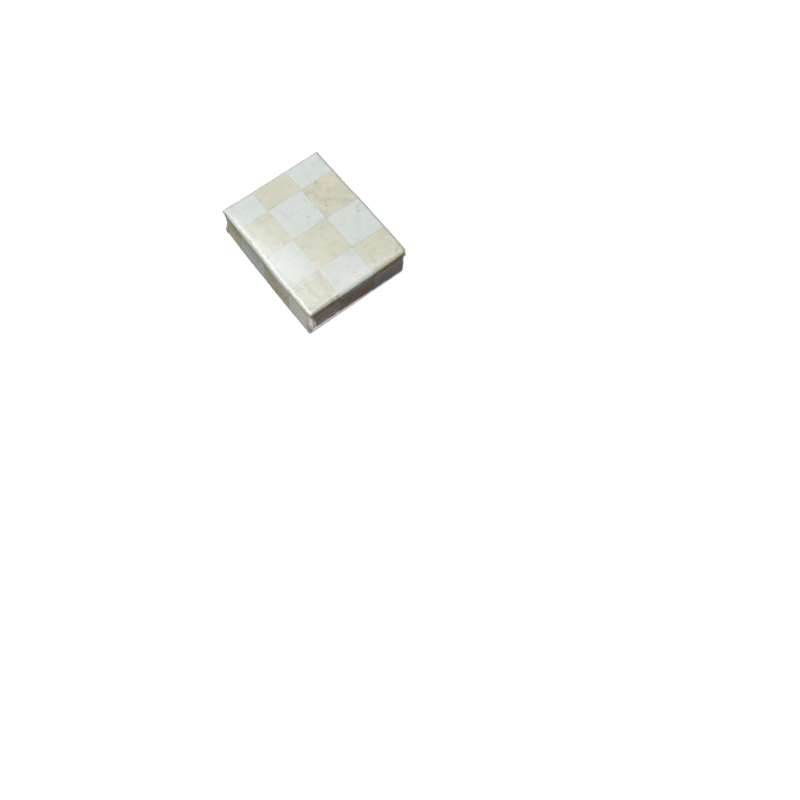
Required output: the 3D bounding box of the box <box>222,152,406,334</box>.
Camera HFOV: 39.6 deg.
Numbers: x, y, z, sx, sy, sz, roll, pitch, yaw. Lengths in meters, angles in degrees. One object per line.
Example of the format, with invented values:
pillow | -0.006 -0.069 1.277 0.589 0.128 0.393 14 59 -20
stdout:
box | -0.065 -0.119 0.834 0.090 0.120 0.037 -34 -23 -18
